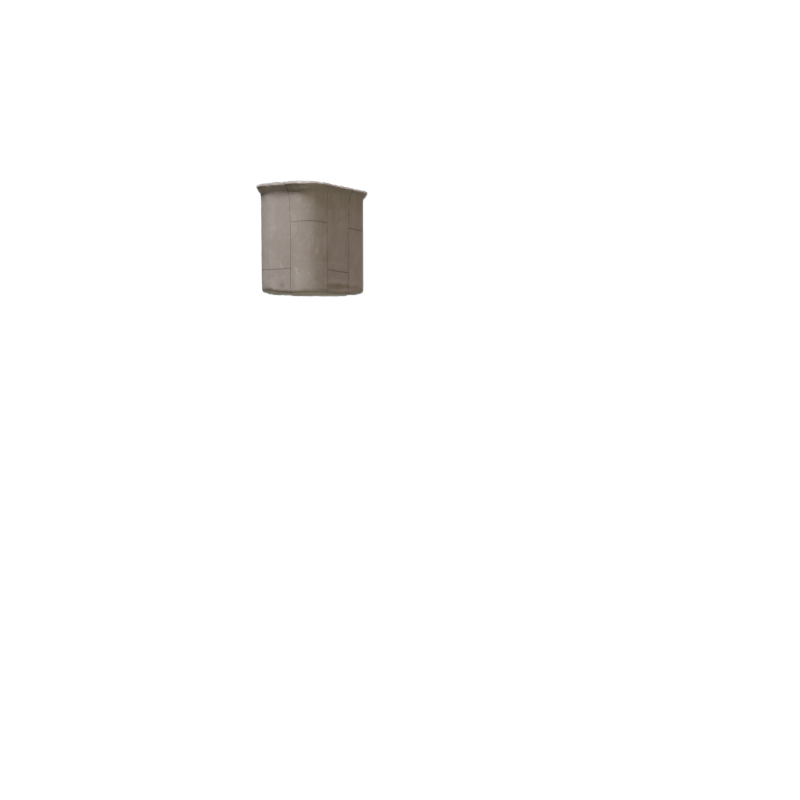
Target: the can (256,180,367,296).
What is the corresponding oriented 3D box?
[{"bbox_3d":[-0.068,-0.123,0.864,0.059,0.084,0.098,-1,0,27],"label":"can"}]
